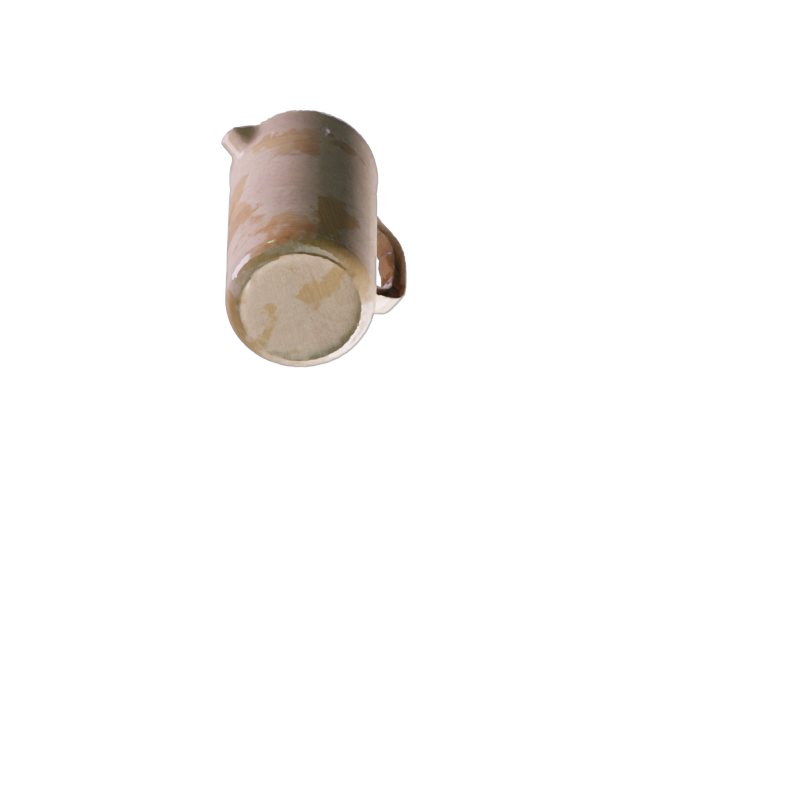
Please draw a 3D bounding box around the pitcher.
[{"bbox_3d":[-0.070,-0.127,0.892,0.149,0.136,0.258,-6,32,0],"label":"pitcher"}]
